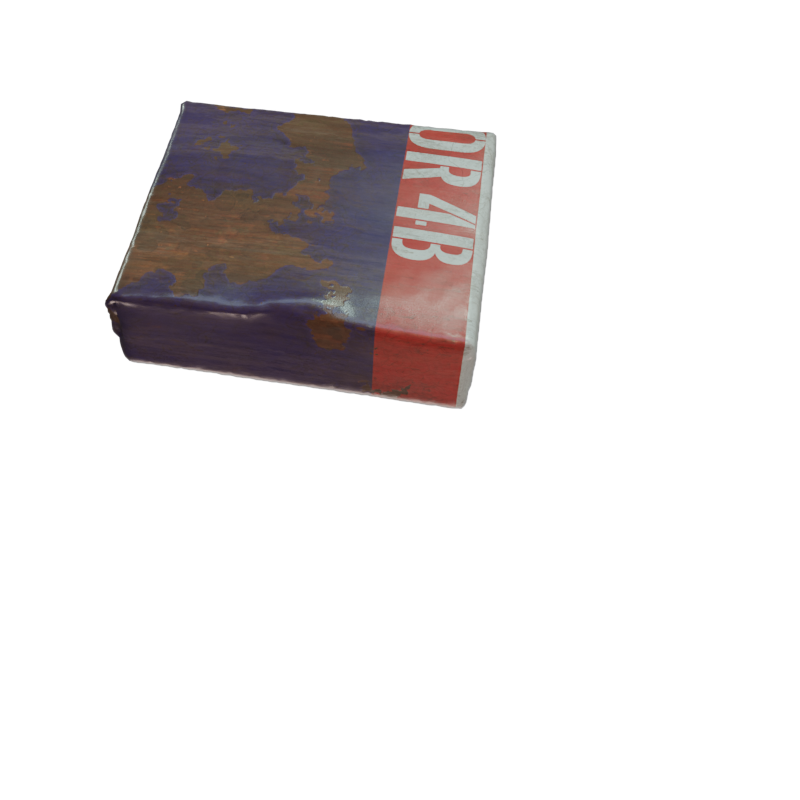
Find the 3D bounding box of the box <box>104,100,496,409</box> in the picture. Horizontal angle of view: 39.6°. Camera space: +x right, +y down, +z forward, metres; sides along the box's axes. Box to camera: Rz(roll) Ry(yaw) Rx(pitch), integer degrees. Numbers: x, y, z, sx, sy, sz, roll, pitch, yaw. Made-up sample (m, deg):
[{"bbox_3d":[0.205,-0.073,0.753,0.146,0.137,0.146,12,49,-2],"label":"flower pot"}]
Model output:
[{"bbox_3d":[-0.023,-0.041,0.288,0.090,0.078,0.028,7,-38,5],"label":"box"}]
